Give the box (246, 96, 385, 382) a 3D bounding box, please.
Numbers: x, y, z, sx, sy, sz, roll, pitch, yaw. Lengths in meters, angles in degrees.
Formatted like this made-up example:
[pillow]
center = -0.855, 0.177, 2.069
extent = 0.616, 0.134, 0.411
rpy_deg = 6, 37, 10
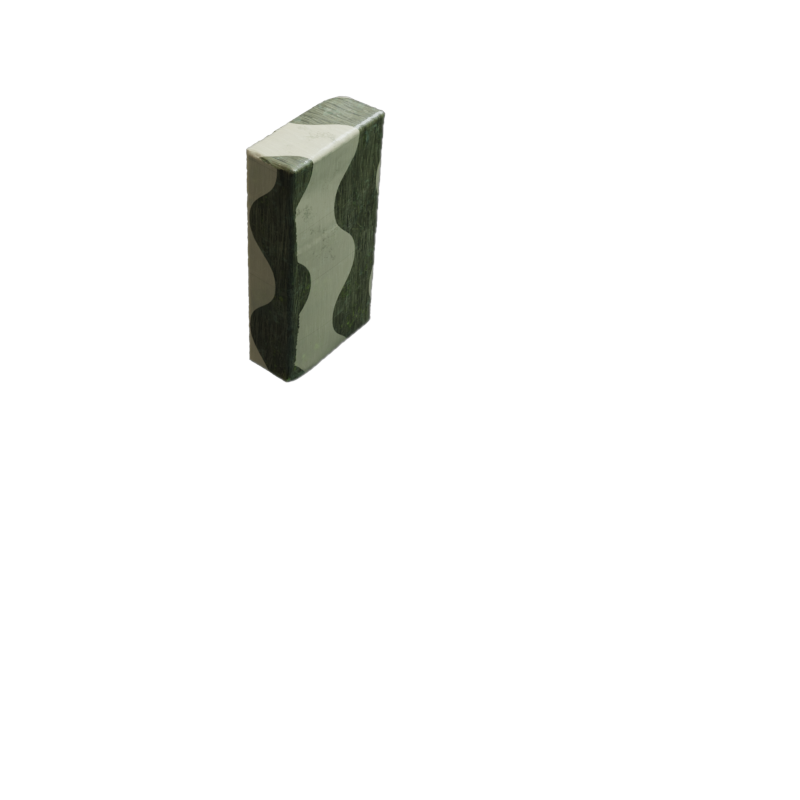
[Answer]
[box]
center = -0.057, -0.104, 0.730
extent = 0.051, 0.165, 0.094
rpy_deg = 26, 45, 26
